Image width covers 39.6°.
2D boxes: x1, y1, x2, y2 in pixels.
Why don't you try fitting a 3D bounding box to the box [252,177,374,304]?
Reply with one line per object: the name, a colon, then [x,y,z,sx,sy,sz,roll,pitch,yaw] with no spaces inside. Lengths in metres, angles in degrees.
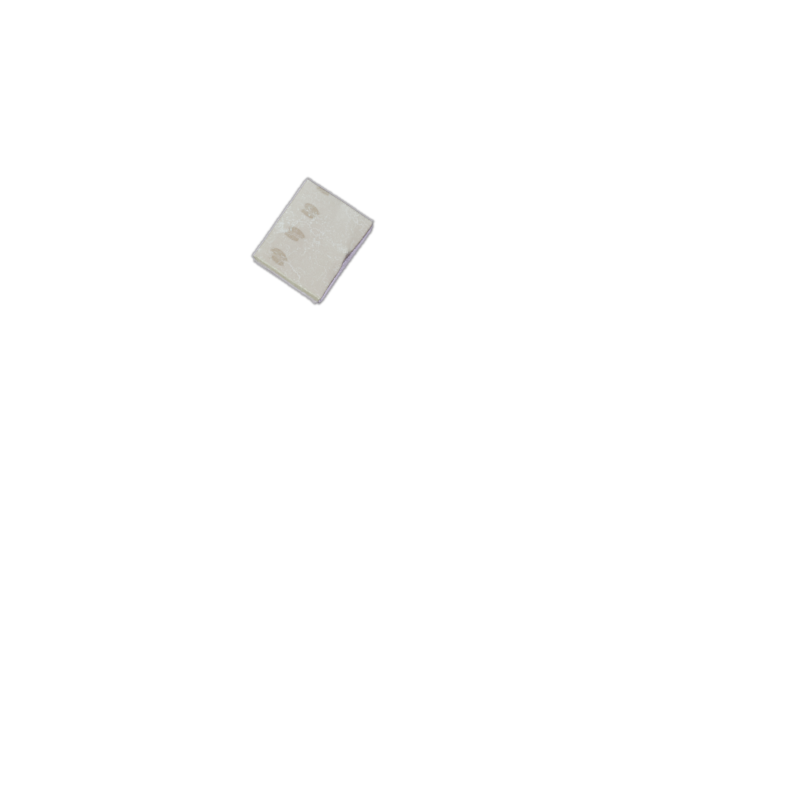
box: [-0.078,-0.141,0.991,0.074,0.090,0.029,33,-12,7]
